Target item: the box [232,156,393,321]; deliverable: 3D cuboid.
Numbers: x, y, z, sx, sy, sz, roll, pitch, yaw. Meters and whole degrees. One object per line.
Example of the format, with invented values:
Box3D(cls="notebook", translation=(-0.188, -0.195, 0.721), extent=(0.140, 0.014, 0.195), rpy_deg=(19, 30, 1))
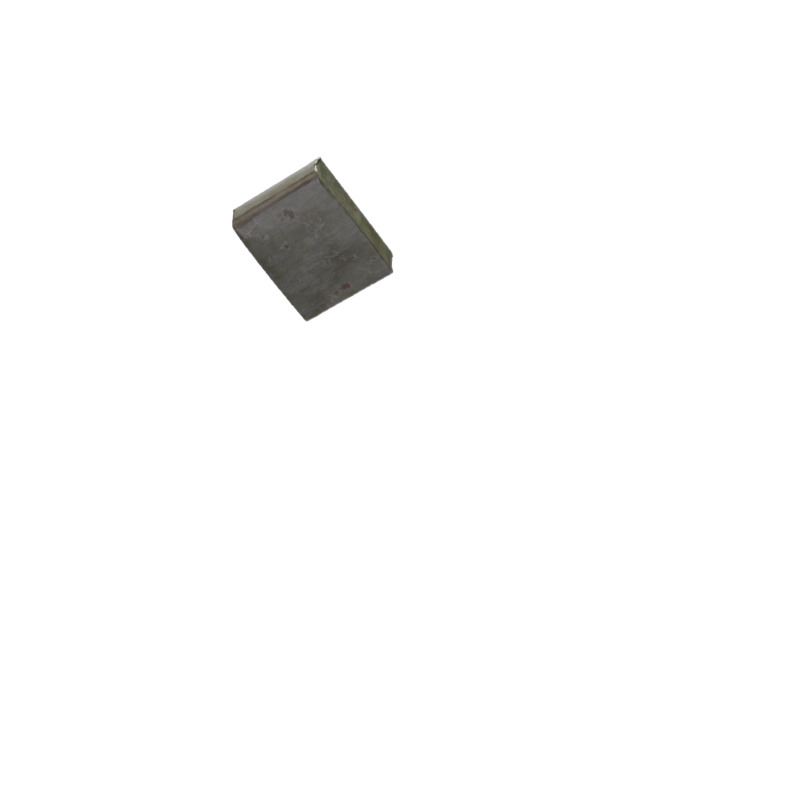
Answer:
Box3D(cls="box", translation=(-0.072, -0.131, 0.916), extent=(0.090, 0.107, 0.041), rpy_deg=(-29, 28, 17))
